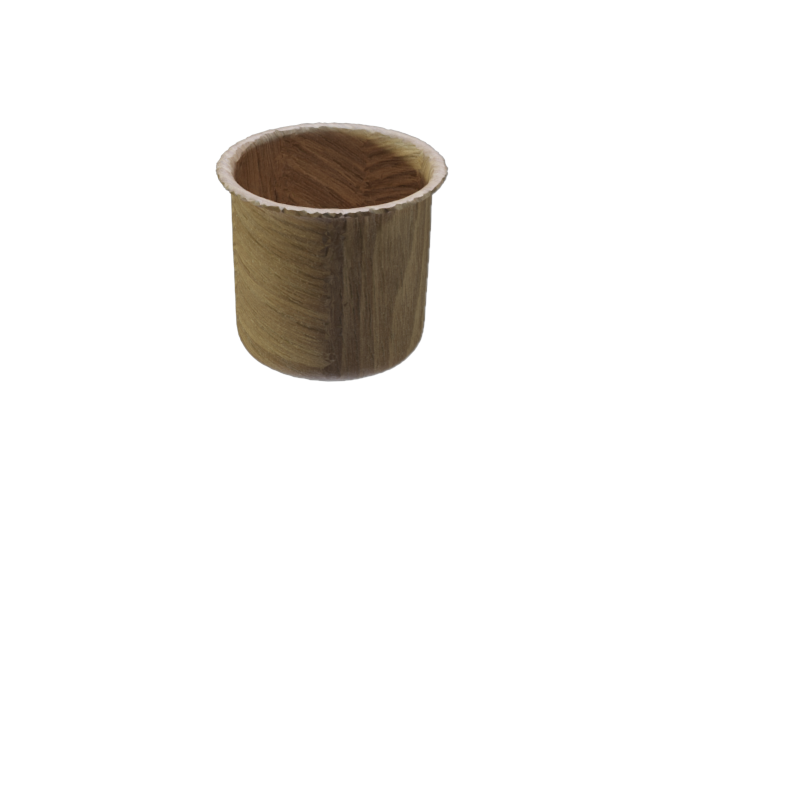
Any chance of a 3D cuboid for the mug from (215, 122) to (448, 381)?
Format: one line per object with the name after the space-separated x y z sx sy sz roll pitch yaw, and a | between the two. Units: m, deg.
-0.037 -0.067 0.472 0.092 0.077 0.126 -23 39 -34 | mug
